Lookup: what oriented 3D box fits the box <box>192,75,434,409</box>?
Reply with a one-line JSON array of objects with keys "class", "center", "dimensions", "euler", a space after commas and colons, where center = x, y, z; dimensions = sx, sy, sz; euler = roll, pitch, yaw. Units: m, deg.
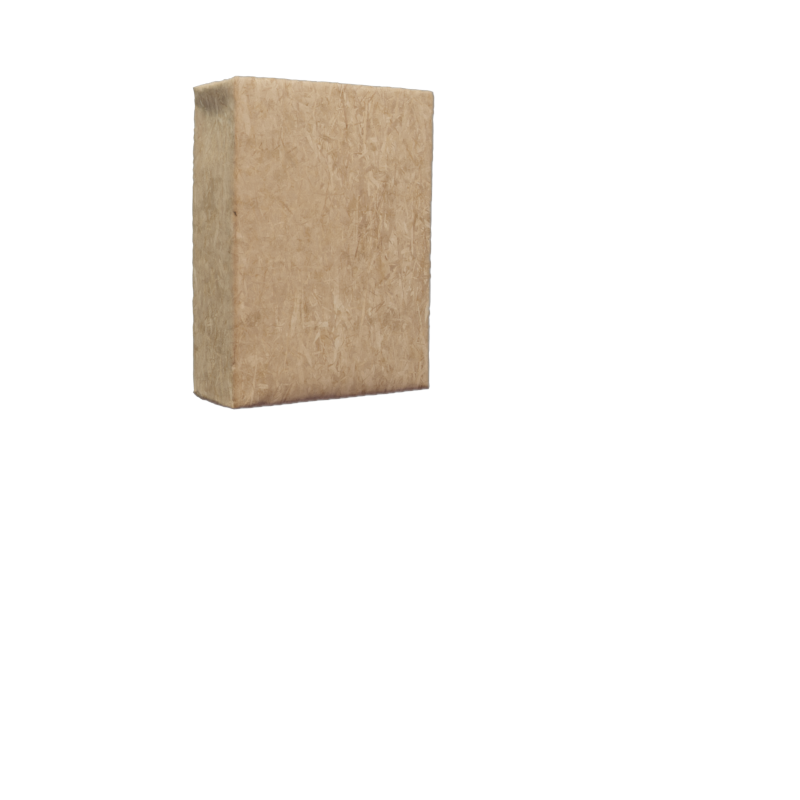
[{"class": "box", "center": [-0.060, -0.110, 0.767], "dimensions": [0.159, 0.213, 0.075], "euler": [-3, 4, -35]}]
